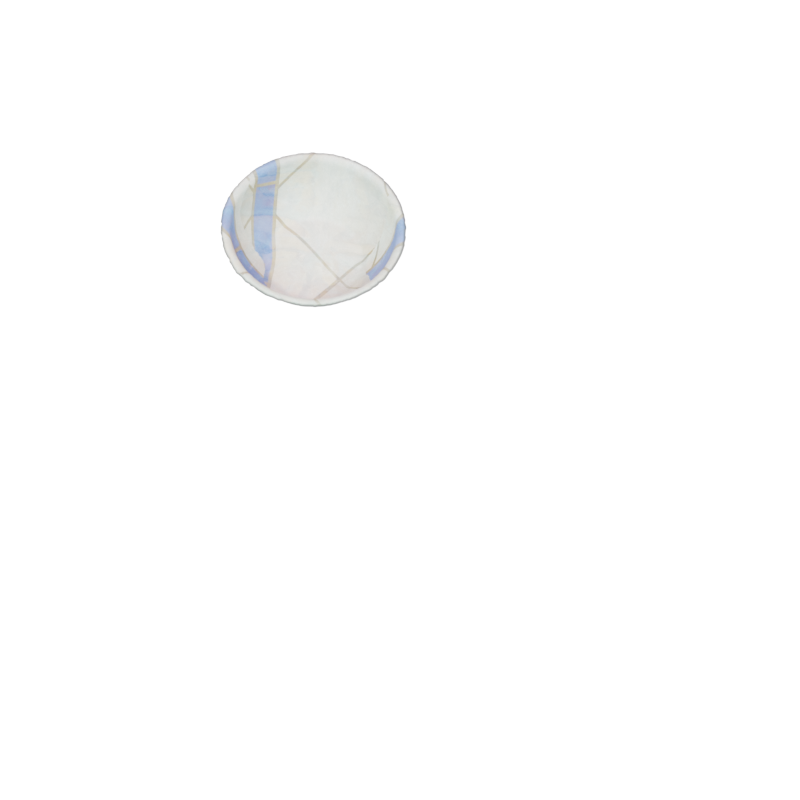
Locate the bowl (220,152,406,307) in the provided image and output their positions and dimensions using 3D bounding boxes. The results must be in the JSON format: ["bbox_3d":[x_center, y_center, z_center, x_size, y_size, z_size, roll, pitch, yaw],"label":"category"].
[{"bbox_3d":[-0.077,-0.141,0.985,0.162,0.173,0.052,-1,-31,-1],"label":"bowl"}]
